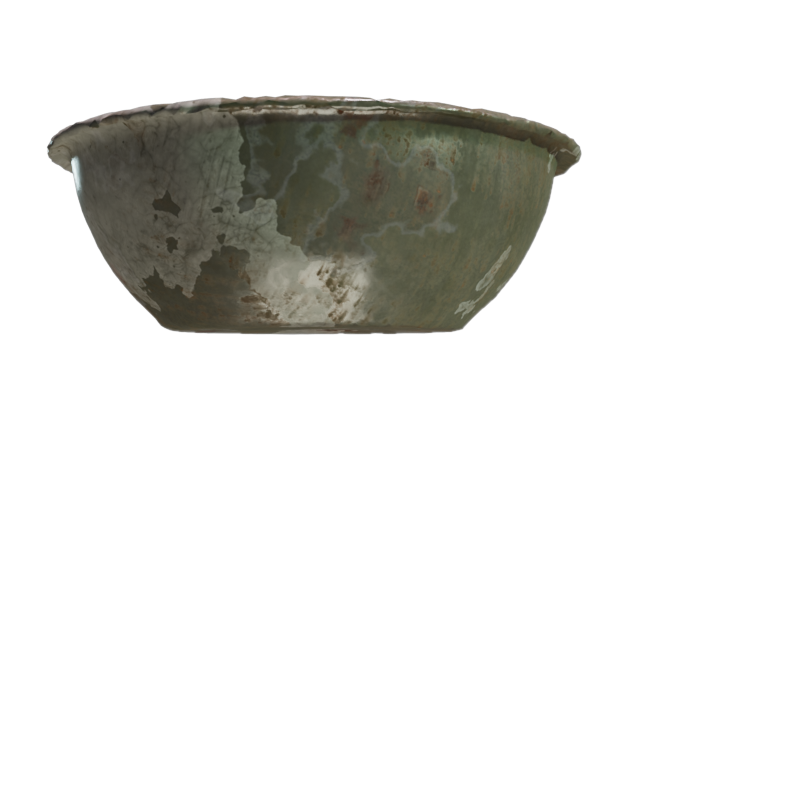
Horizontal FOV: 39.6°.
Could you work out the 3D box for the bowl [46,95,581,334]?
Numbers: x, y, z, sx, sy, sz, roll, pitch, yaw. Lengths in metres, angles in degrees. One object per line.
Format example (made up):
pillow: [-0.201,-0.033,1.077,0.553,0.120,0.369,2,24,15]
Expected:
bowl: [-0.027,-0.049,0.341,0.162,0.055,0.161,0,1,-2]
